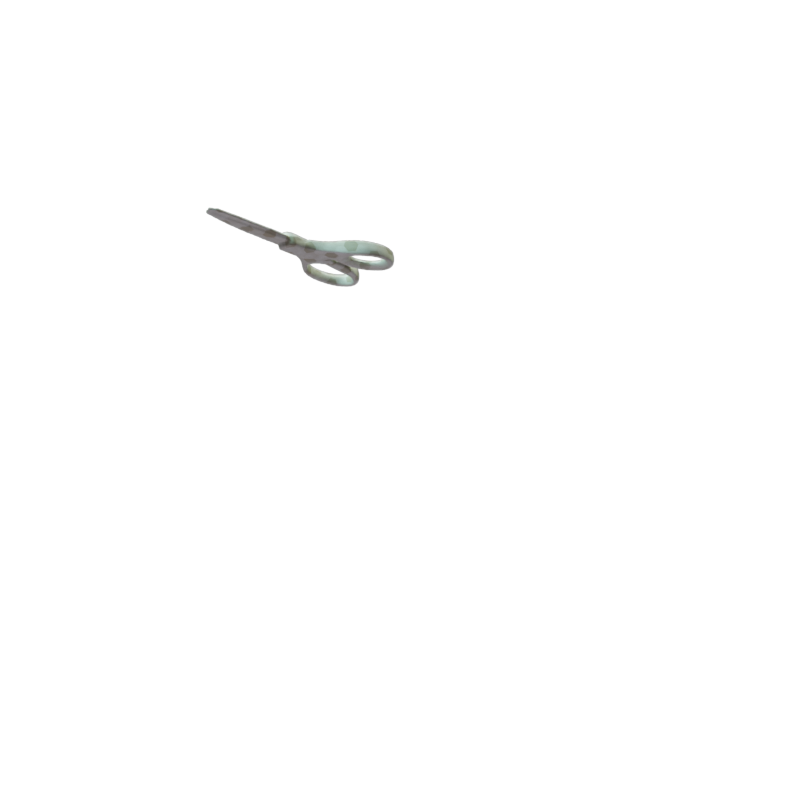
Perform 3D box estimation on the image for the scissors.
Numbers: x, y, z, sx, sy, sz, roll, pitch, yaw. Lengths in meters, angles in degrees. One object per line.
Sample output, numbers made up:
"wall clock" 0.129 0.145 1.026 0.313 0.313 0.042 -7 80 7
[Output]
"scissors" -0.077 -0.140 0.979 0.098 0.016 0.189 -8 -17 25
